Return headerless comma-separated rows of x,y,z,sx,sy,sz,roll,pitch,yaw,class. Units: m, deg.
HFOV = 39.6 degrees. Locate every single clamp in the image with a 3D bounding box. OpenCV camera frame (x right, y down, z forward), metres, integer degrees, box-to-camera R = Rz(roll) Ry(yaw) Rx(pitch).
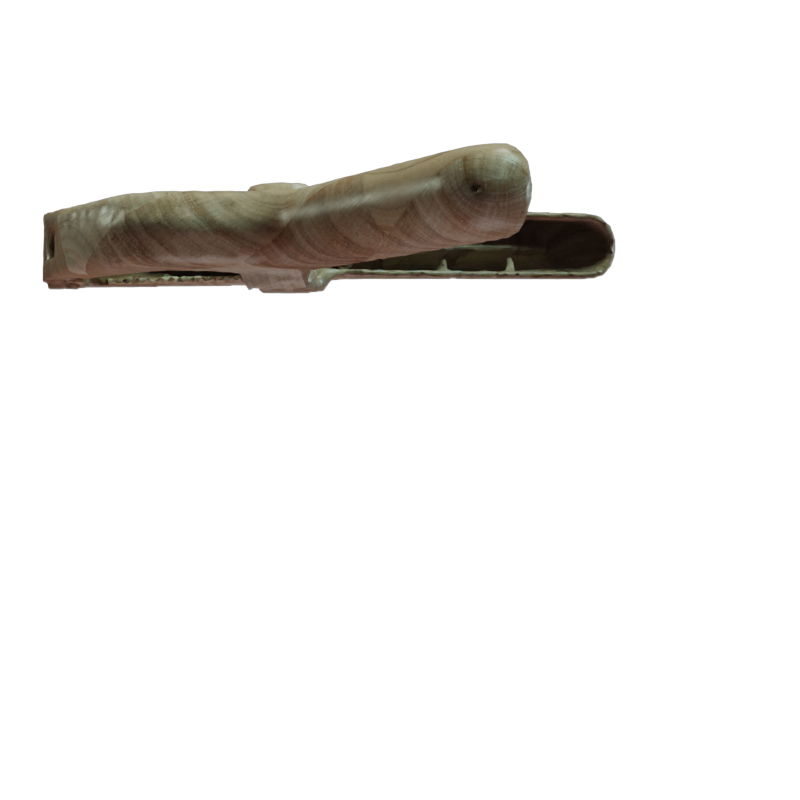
-0.031,-0.056,0.393,0.216,0.037,0.158,0,0,28,clamp
